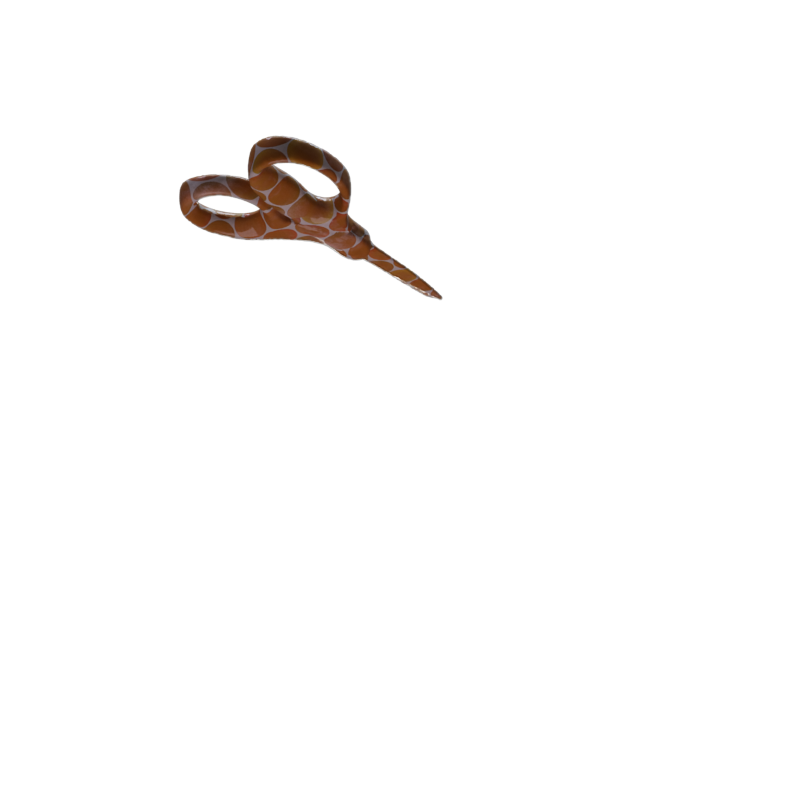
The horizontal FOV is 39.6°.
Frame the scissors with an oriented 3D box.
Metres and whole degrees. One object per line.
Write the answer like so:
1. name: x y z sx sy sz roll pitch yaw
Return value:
1. scissors: -0.047 -0.086 0.599 0.098 0.017 0.189 -6 -20 16
